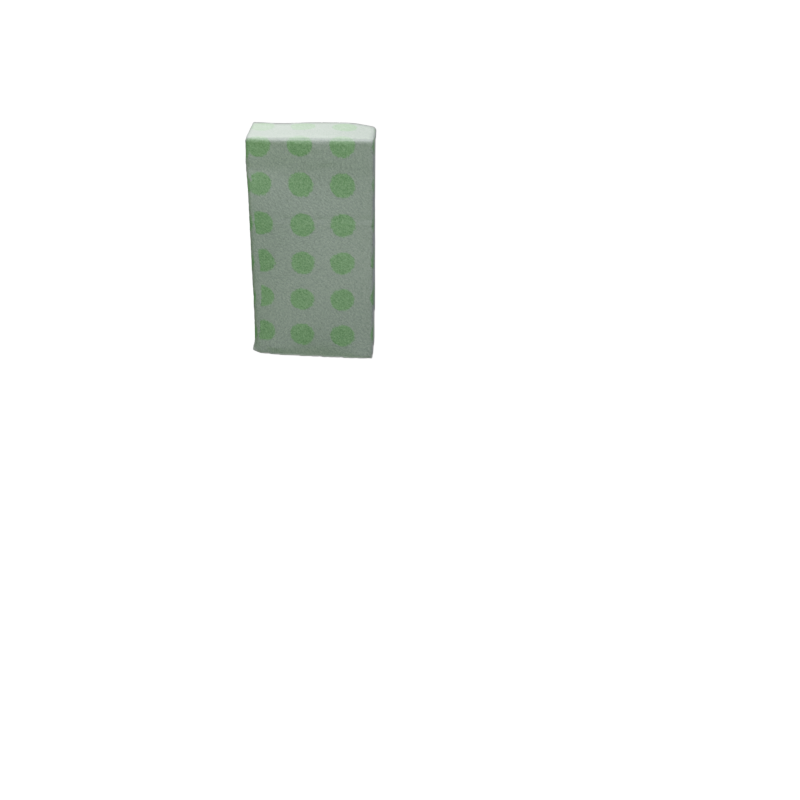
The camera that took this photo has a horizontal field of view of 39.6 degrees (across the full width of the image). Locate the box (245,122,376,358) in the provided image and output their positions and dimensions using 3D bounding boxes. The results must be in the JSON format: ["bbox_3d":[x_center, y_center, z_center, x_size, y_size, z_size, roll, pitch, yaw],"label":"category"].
[{"bbox_3d":[-0.064,-0.118,0.824,0.094,0.167,0.050,3,24,4],"label":"box"}]
